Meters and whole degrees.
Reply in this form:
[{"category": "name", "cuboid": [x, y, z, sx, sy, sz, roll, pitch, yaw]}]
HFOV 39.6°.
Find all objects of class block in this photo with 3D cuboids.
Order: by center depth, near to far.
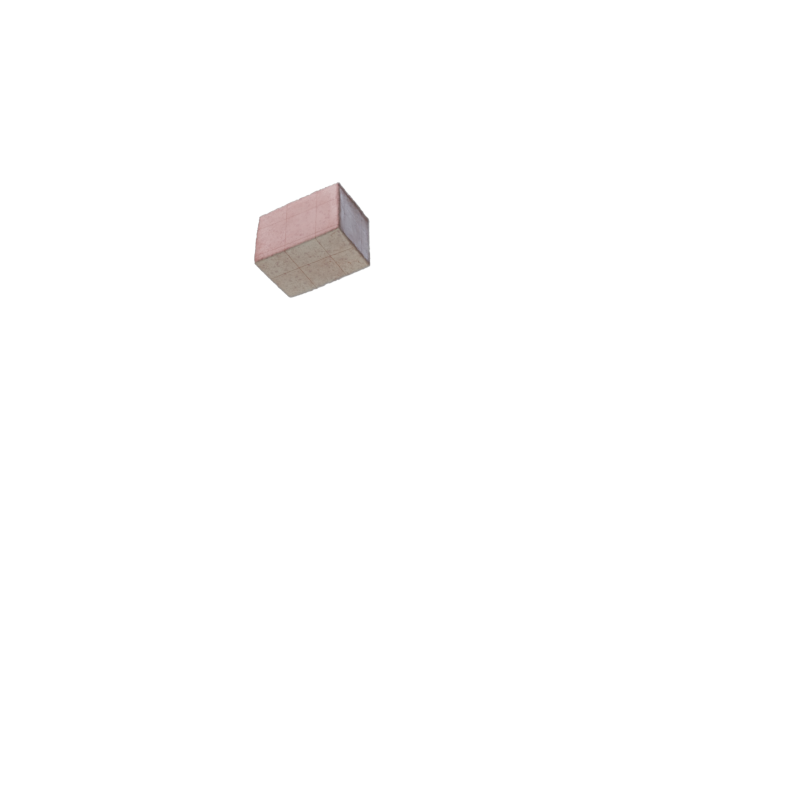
[{"category": "block", "cuboid": [-0.069, -0.126, 0.880, 0.078, 0.055, 0.049, -20, -43, 21]}]
